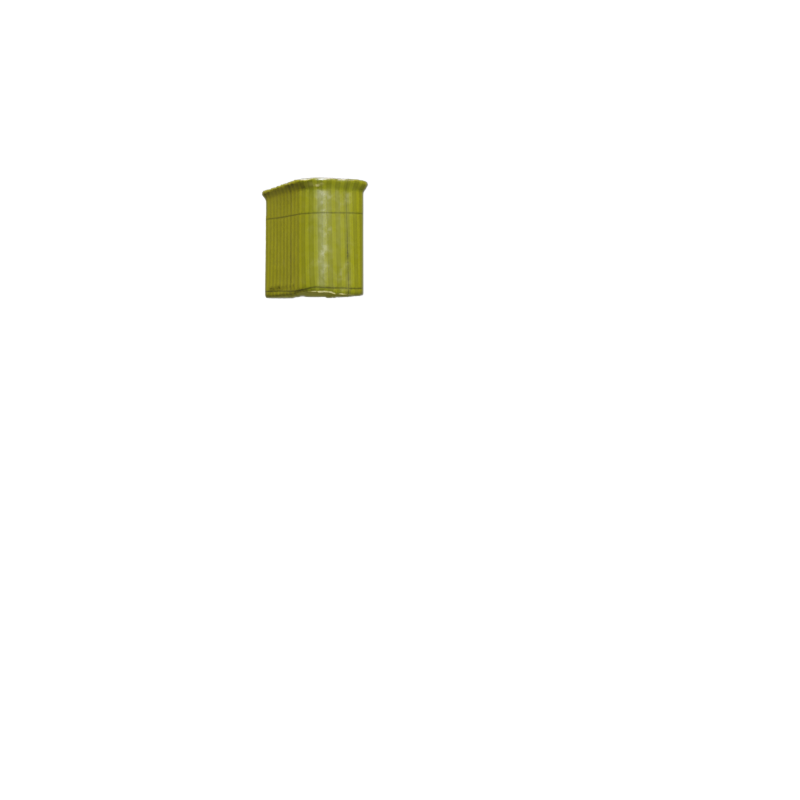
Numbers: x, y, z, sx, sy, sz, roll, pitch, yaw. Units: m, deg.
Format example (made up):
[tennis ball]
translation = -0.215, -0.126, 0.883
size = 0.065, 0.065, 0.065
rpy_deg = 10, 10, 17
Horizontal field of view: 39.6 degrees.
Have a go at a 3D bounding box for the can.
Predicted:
[can]
translation = -0.066, -0.120, 0.839
size = 0.056, 0.084, 0.105
rpy_deg = 1, 0, -26
